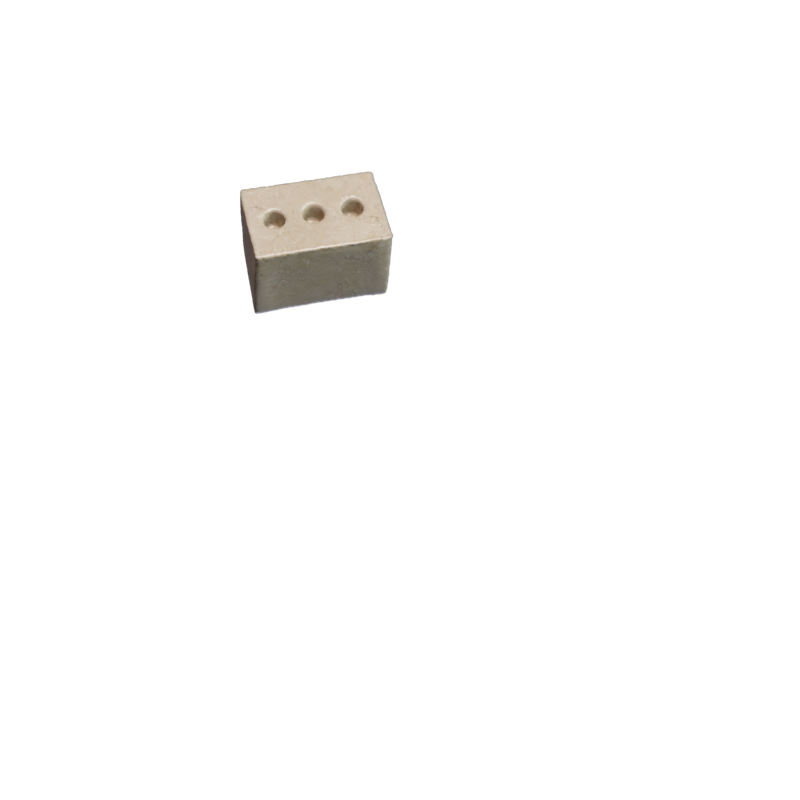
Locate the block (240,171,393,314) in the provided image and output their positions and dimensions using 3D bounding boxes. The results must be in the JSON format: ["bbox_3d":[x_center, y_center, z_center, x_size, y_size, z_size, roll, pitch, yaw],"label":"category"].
[{"bbox_3d":[-0.049,-0.089,0.624,0.077,0.057,0.048,-10,-34,-8],"label":"block"}]
